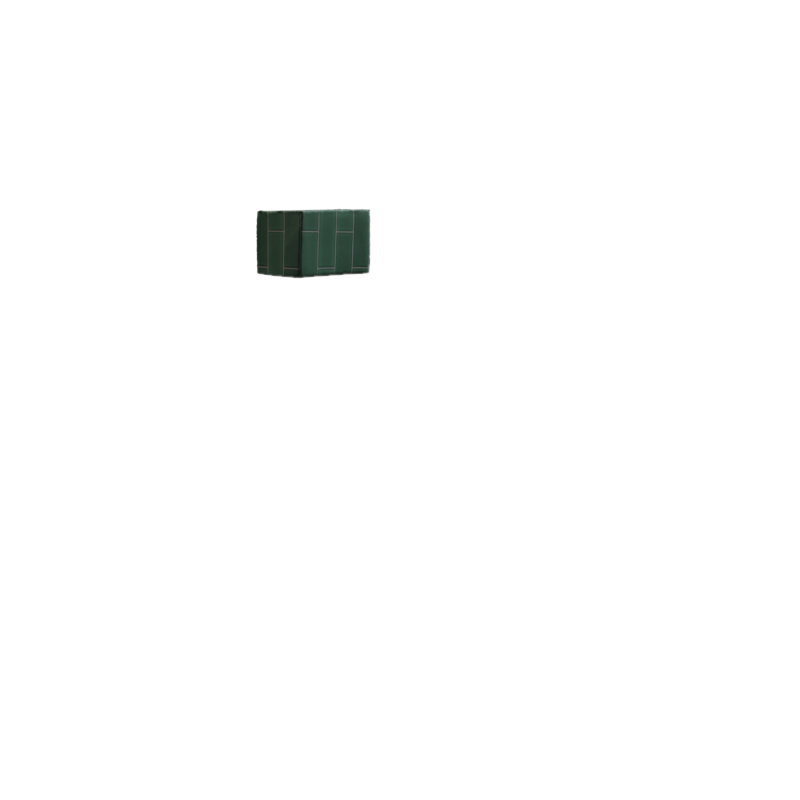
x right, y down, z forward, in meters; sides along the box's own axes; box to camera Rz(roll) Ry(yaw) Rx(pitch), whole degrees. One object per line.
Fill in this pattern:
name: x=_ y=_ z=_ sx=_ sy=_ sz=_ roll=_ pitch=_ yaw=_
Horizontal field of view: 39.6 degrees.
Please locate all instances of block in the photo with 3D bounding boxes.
block: x=-0.068 y=-0.124 z=0.871 sx=0.055 sy=0.051 sz=0.075 roll=7 pitch=11 yaw=43
